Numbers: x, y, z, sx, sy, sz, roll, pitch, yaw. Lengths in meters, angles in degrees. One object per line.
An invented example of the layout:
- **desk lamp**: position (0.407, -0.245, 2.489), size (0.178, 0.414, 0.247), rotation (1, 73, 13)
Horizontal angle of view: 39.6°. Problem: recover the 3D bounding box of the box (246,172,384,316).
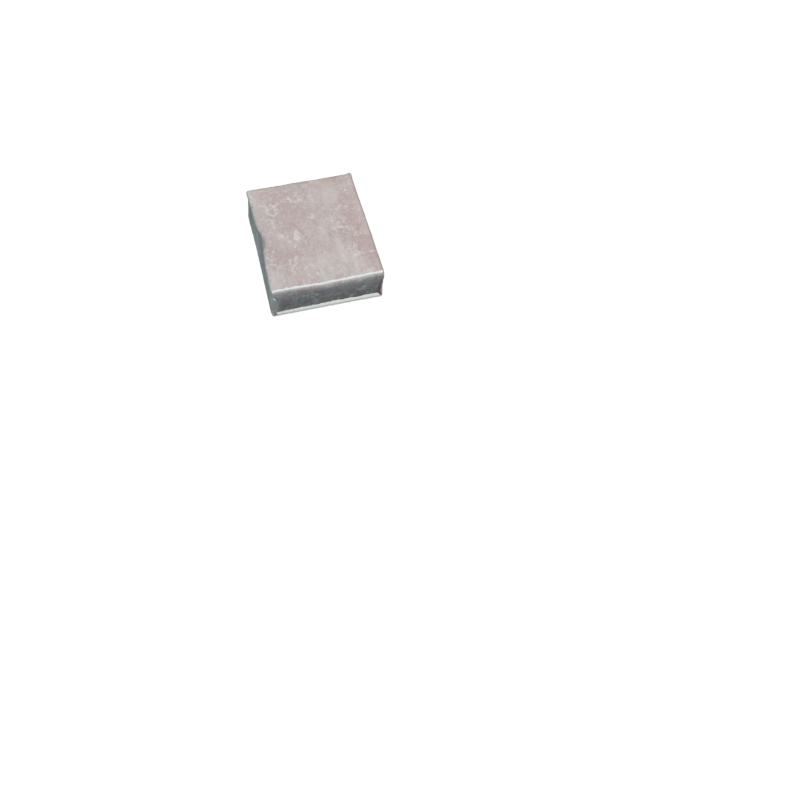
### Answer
- **box**: position (-0.057, -0.103, 0.723), size (0.072, 0.096, 0.028), rotation (-11, -34, -8)
